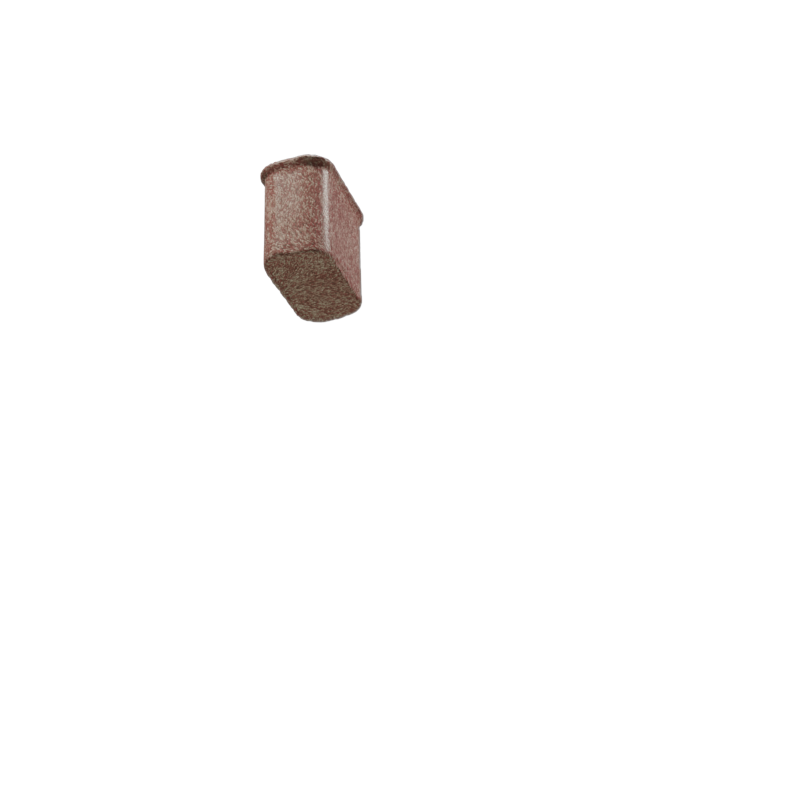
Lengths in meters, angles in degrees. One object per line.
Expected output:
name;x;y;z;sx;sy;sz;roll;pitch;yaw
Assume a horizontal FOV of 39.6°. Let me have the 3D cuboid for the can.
can;-0.064;-0.118;0.823;0.058;0.089;0.094;-11;-32;15
